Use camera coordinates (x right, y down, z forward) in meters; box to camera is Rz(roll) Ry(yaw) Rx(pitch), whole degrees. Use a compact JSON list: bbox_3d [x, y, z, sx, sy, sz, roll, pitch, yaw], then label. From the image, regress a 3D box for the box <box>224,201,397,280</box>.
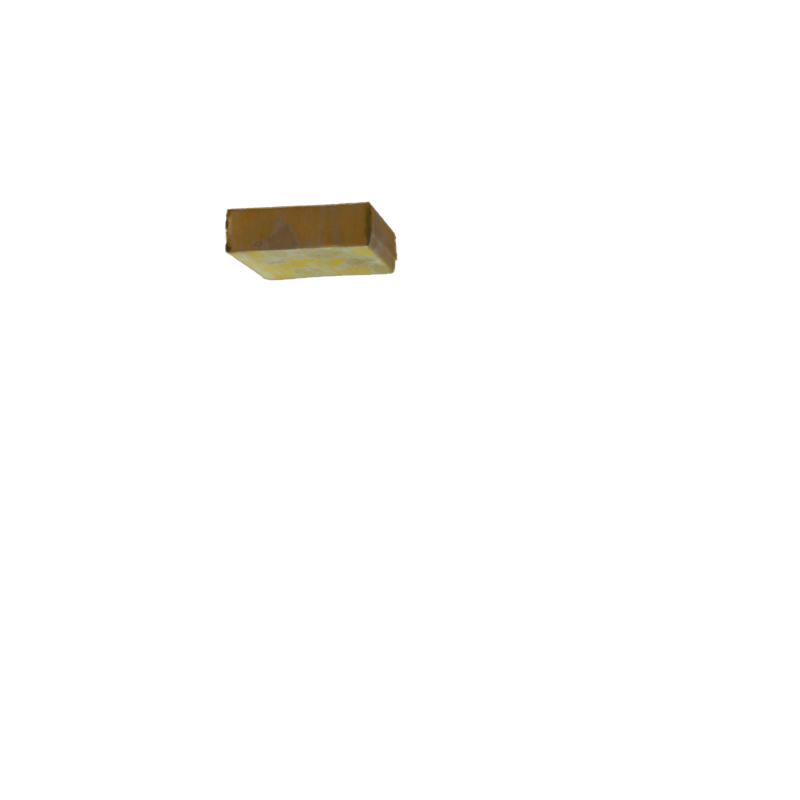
[{"bbox_3d":[-0.066,-0.120,0.844,0.115,0.040,0.086,-2,-10,14],"label":"box"}]
